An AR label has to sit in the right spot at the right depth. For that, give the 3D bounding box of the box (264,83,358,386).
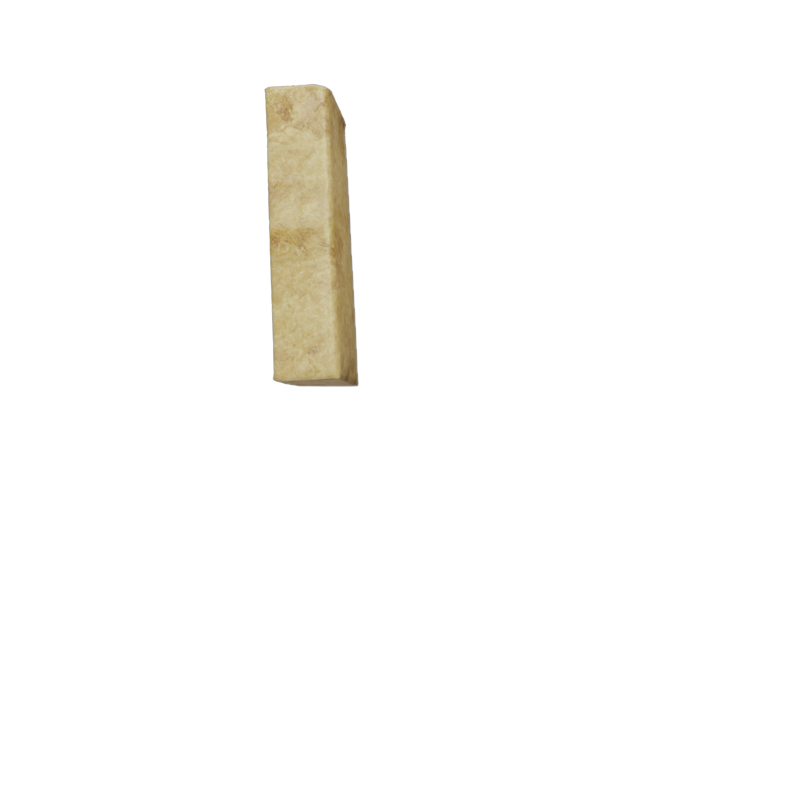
[{"bbox_3d":[-0.053,-0.098,0.685,0.048,0.180,0.091,-1,-8,5],"label":"box"}]
